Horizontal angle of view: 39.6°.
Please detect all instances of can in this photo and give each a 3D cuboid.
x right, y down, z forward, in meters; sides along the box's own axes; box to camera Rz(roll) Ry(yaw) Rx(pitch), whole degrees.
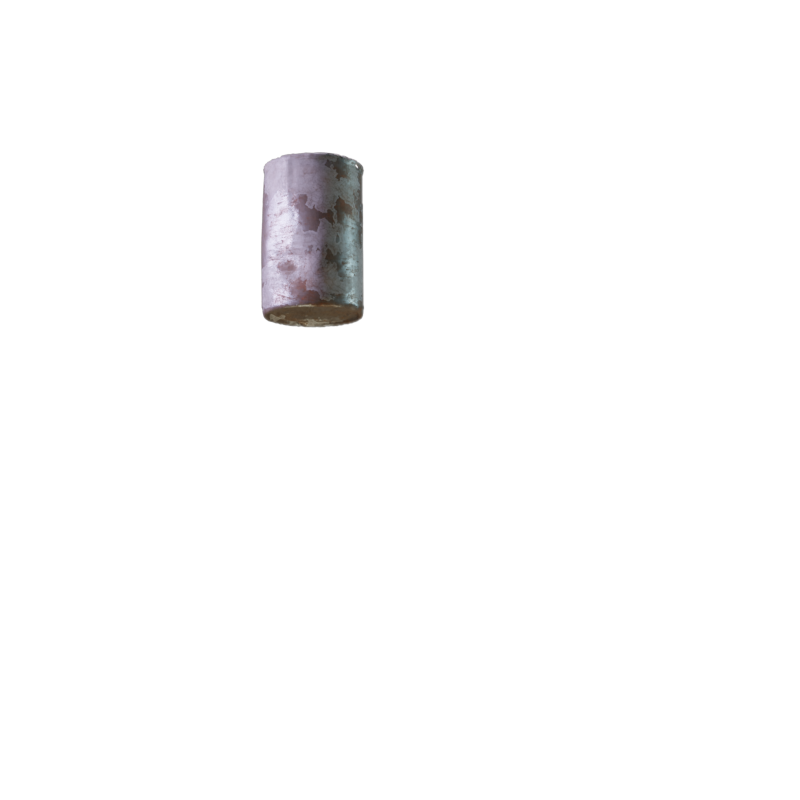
[{"bbox_3d":[-0.057,-0.104,0.732,0.068,0.106,0.066,0,-14,-2],"label":"can"}]
